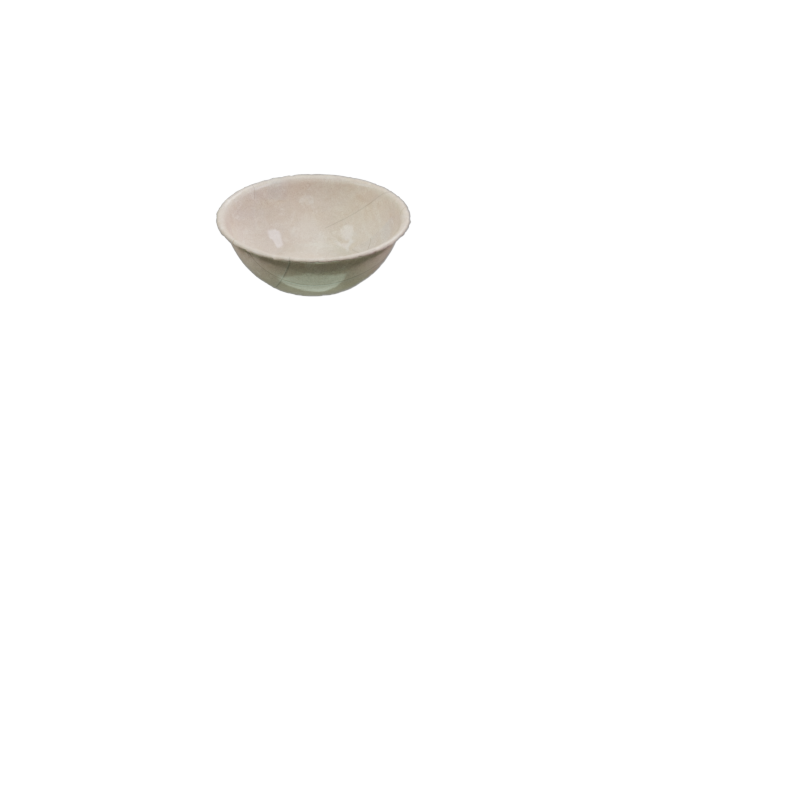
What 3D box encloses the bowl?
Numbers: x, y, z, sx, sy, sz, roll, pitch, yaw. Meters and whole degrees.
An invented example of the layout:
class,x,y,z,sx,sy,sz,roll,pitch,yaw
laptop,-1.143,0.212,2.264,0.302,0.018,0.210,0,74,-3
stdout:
class,x,y,z,sx,sy,sz,roll,pitch,yaw
bowl,-0.073,-0.133,0.933,0.162,0.052,0.173,-1,33,-2
